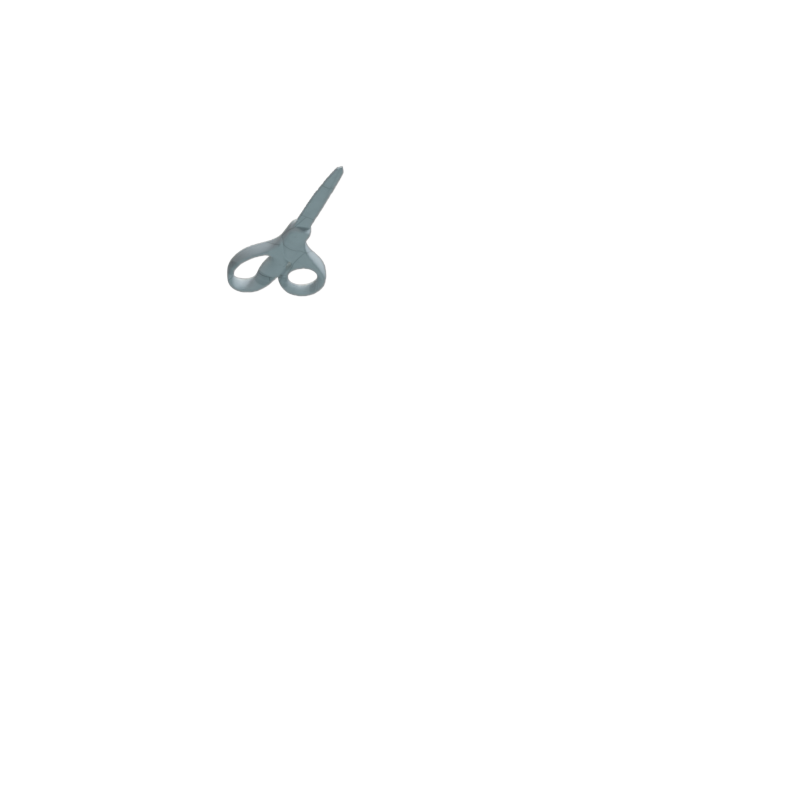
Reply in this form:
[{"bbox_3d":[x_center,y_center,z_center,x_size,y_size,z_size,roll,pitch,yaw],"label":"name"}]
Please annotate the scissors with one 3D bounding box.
[{"bbox_3d":[-0.074,-0.134,0.940,0.091,0.017,0.201,19,-31,-34],"label":"scissors"}]
